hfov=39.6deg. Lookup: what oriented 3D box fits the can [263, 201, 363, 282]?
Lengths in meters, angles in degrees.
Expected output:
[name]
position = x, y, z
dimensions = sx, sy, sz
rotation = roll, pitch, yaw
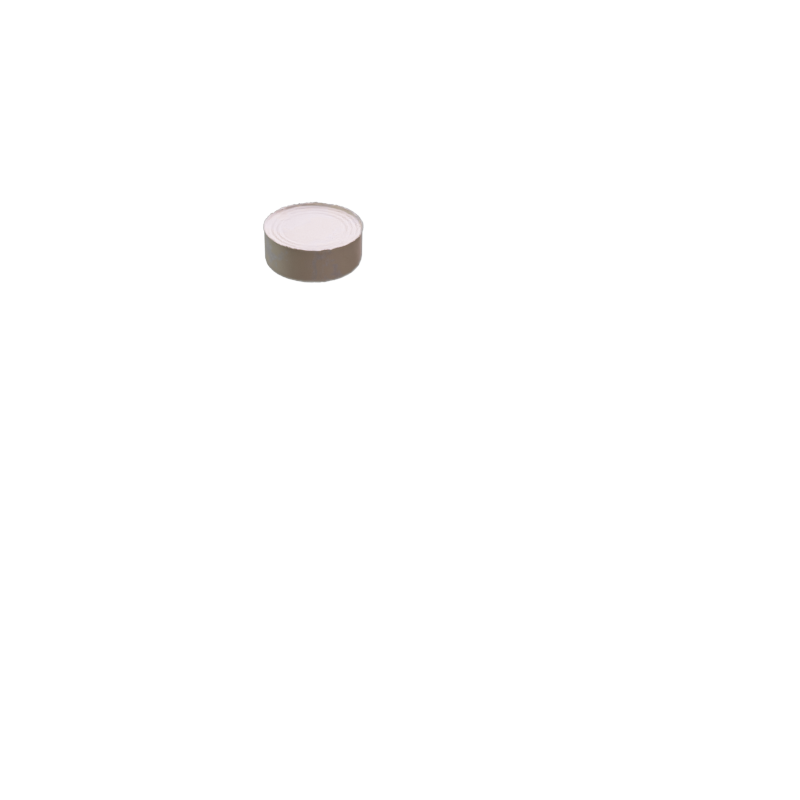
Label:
[can]
position = -0.075, -0.136, 0.954
dimensions = 0.086, 0.031, 0.092
rotation = -1, 35, -2
